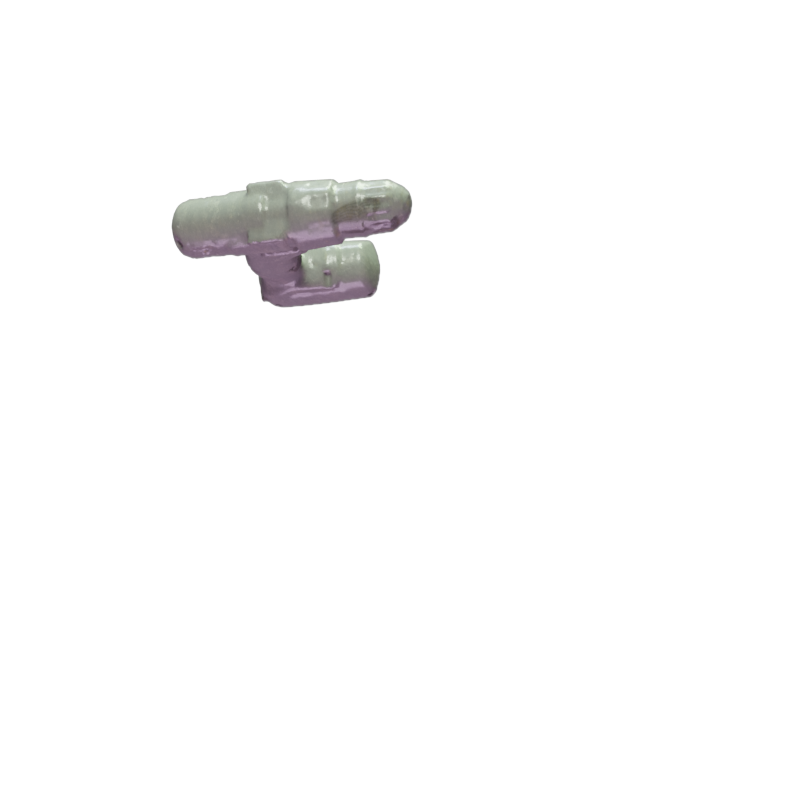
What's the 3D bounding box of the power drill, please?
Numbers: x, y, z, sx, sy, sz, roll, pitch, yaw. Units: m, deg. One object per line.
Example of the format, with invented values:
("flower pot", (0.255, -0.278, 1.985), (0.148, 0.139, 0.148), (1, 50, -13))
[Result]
("power drill", (-0.070, -0.128, 0.897), (0.187, 0.060, 0.178), (-3, -12, 12))
